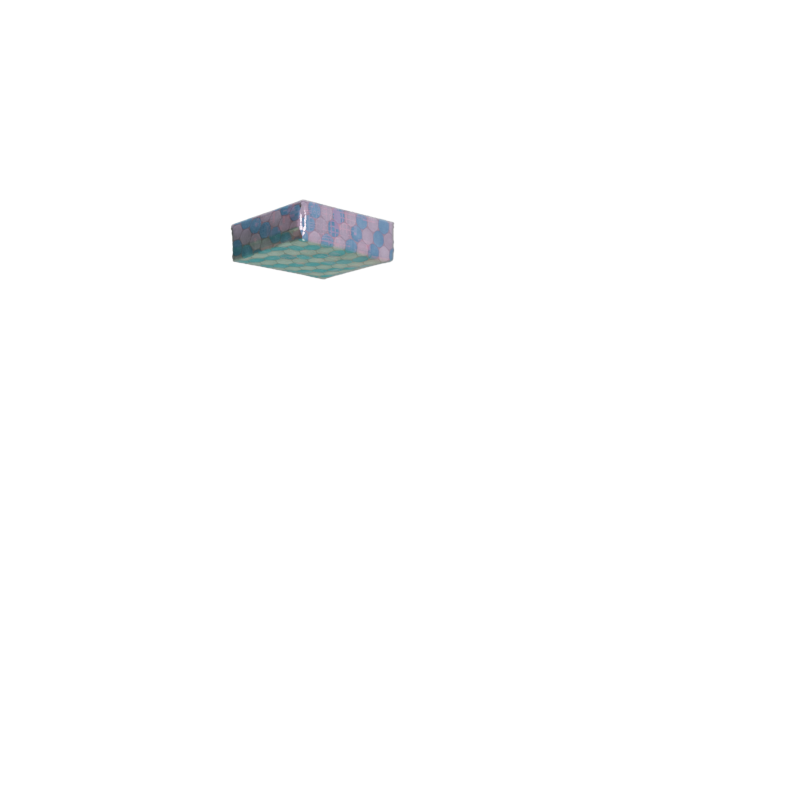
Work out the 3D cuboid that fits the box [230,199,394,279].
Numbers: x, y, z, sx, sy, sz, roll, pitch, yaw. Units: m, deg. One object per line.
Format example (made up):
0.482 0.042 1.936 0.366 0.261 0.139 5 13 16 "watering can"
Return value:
-0.074 -0.135 0.944 0.092 0.040 0.108 -9 -13 43 "box"
